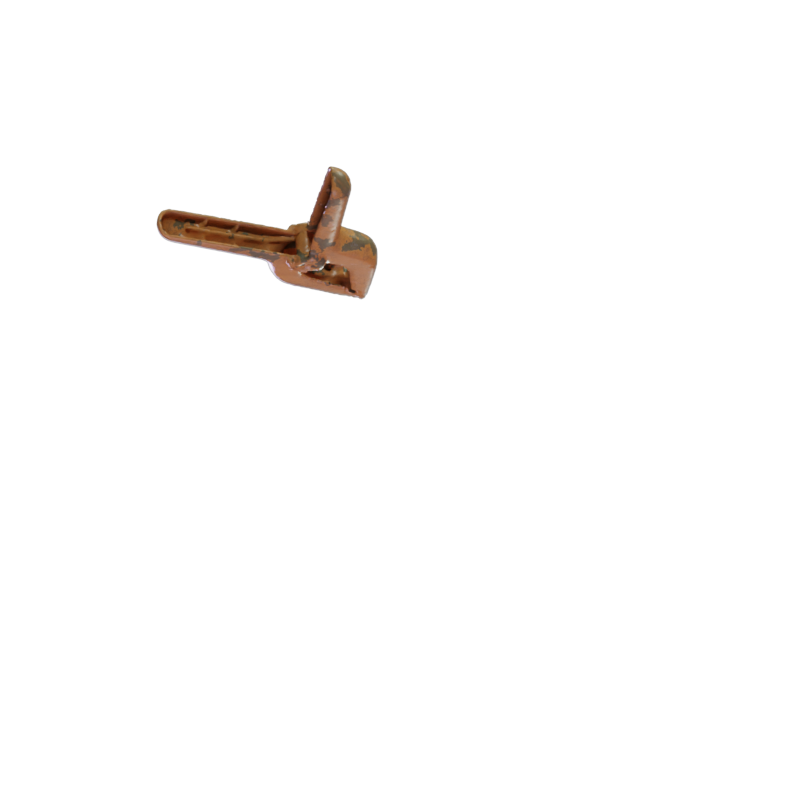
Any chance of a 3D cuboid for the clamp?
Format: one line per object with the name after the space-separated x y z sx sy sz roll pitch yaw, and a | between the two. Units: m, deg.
-0.071 -0.129 0.902 0.168 0.038 0.197 -10 -19 31 | clamp
